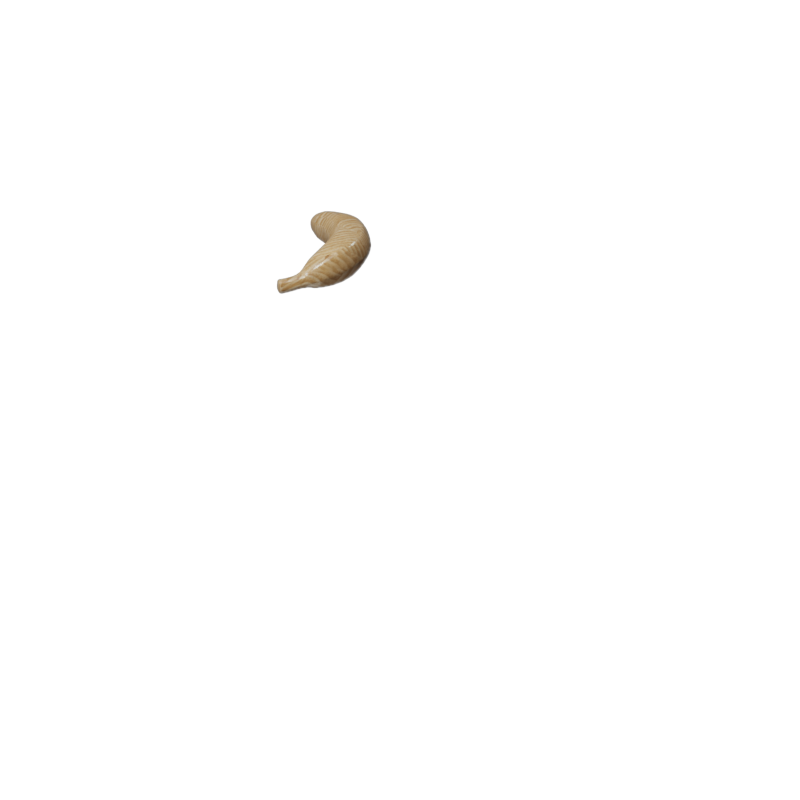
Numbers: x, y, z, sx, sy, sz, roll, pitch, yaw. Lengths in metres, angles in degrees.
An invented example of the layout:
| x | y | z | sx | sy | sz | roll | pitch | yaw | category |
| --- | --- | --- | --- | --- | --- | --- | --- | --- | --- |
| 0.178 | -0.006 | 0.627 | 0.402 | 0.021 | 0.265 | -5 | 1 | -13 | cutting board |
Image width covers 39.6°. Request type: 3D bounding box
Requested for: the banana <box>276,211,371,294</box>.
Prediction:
| x | y | z | sx | sy | sz | roll | pitch | yaw | category |
| --- | --- | --- | --- | --- | --- | --- | --- | --- | --- |
| -0.060 | -0.139 | 0.988 | 0.070 | 0.035 | 0.205 | 2 | 23 | 5 | banana |
